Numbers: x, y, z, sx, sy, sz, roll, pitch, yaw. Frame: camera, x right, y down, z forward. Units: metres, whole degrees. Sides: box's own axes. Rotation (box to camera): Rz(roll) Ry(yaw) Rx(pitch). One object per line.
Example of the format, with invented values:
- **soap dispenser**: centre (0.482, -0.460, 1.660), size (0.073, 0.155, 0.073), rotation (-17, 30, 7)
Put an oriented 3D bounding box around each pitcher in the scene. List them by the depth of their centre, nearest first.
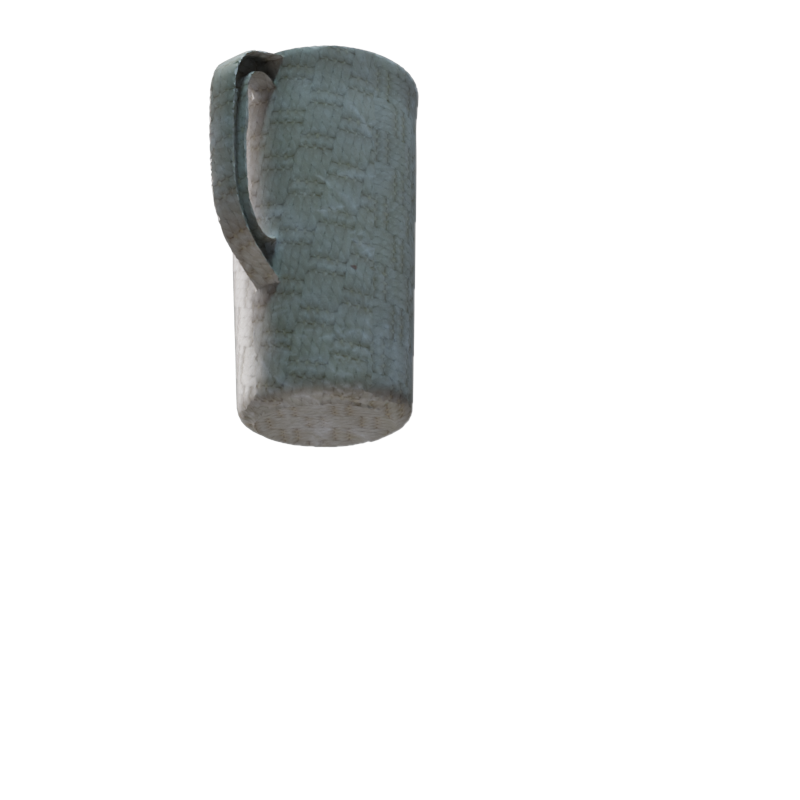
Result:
- **pitcher**: centre (-0.056, -0.103, 0.720), size (0.147, 0.257, 0.139), rotation (3, -24, -11)
